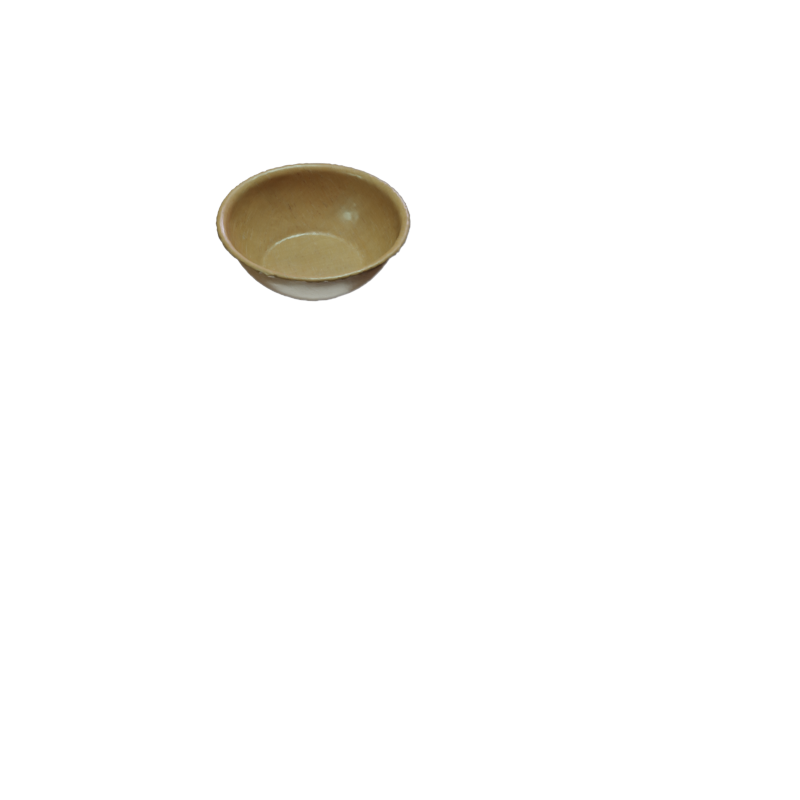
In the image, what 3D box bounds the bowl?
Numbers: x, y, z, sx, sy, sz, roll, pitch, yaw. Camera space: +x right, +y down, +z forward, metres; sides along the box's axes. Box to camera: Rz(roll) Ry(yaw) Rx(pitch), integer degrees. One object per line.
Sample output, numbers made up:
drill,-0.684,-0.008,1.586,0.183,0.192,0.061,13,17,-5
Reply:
bowl,-0.073,-0.134,0.936,0.162,0.051,0.174,-1,44,-1
